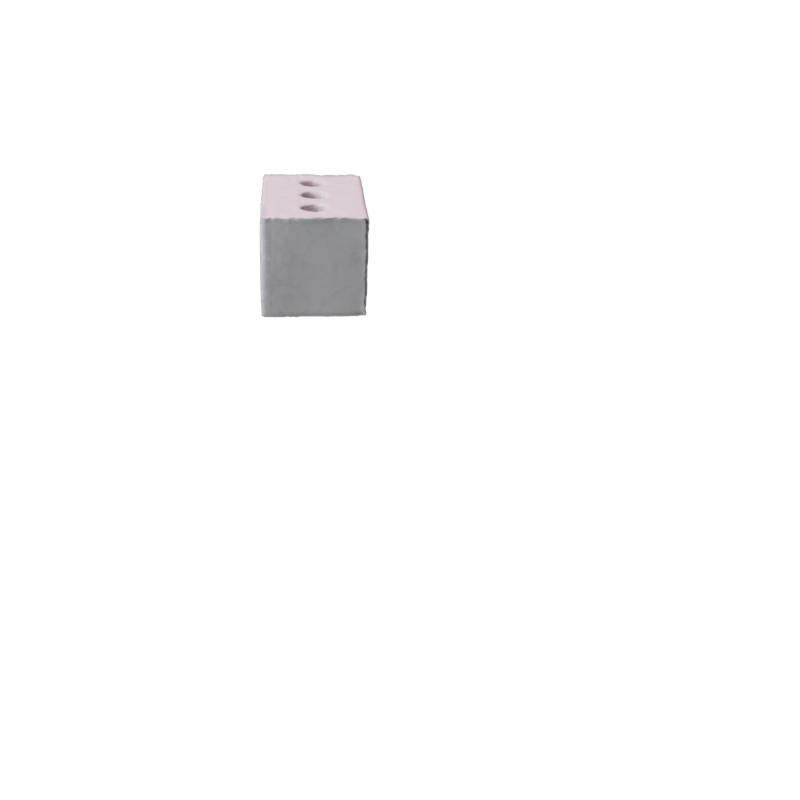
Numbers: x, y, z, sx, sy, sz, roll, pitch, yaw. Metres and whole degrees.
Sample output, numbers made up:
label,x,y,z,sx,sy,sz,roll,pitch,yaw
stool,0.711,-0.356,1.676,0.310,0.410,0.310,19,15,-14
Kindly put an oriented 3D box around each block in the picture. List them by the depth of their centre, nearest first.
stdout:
label,x,y,z,sx,sy,sz,roll,pitch,yaw
block,-0.044,-0.080,0.557,0.052,0.049,0.082,-1,24,-5
